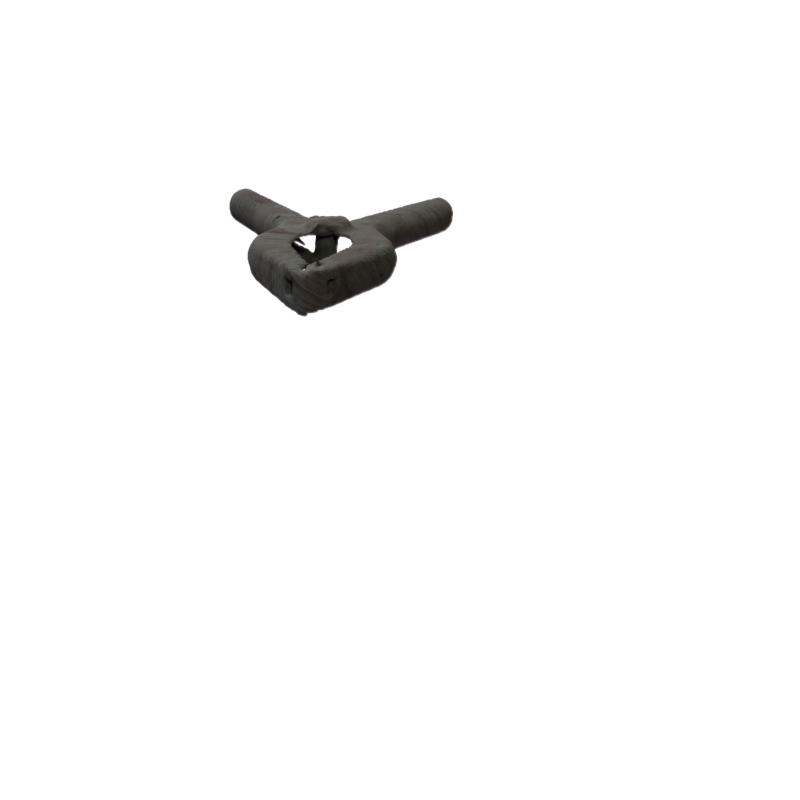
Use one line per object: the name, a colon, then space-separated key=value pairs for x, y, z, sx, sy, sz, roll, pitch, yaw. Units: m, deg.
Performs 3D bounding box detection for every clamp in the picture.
clamp: x=-0.058 y=-0.106 z=0.741 sx=0.167 sy=0.035 sz=0.216 roll=5 pitch=24 yaw=10
